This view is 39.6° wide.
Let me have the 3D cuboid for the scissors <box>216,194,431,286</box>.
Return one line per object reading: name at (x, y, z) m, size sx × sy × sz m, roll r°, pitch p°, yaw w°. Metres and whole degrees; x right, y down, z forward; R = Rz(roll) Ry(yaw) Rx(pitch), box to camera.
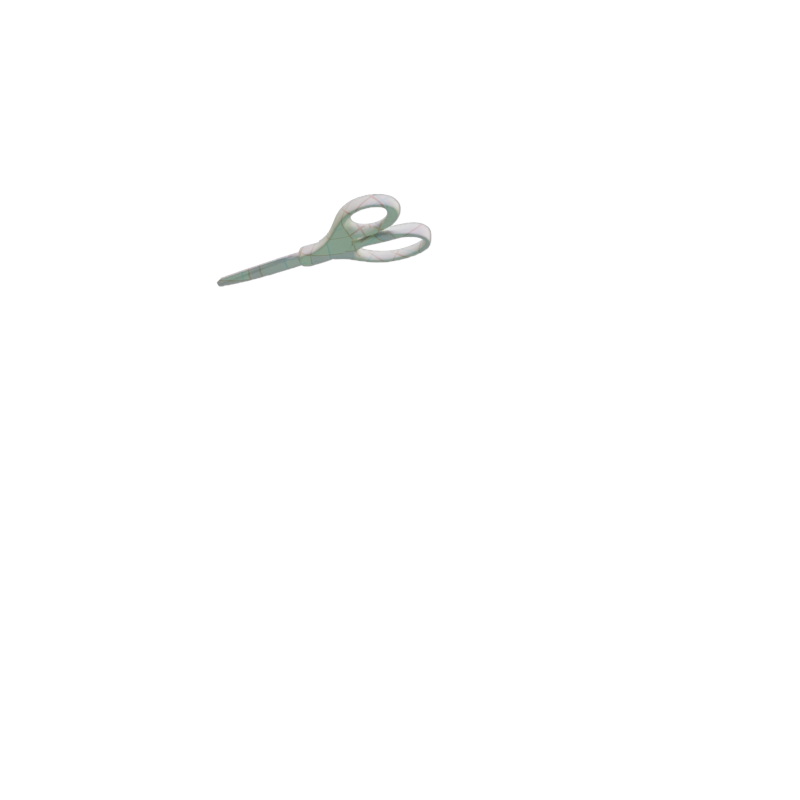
scissors at (-0.075, -0.137, 0.961) m, size 0.204 × 0.017 × 0.089 m, roll -6°, pitch -31°, yaw 10°
